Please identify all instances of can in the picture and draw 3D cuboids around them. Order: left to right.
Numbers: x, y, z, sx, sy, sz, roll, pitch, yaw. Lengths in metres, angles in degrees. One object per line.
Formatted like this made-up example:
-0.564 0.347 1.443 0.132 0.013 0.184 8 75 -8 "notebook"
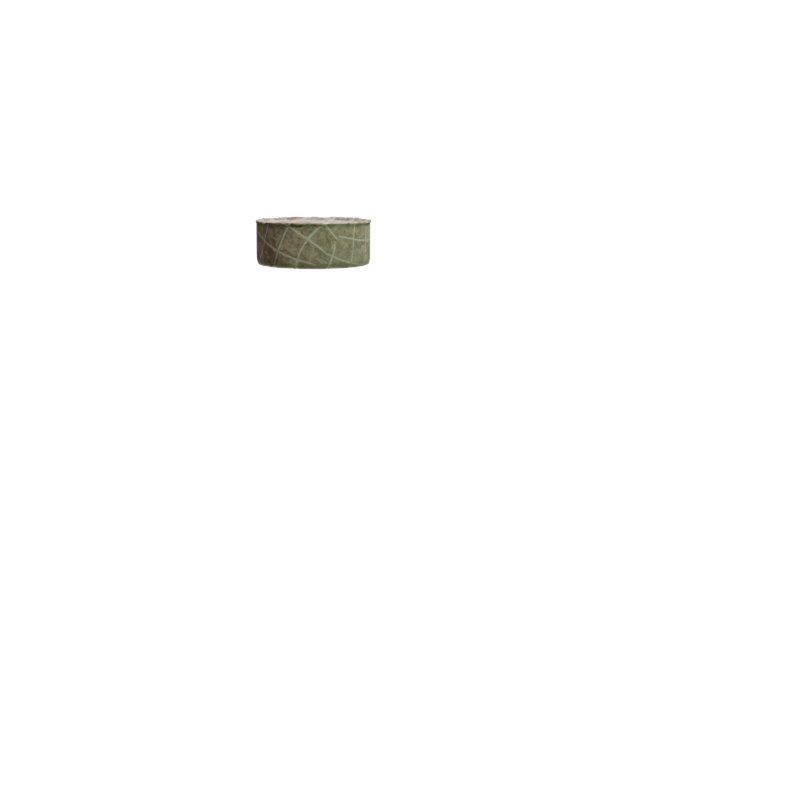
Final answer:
-0.065 -0.118 0.825 0.086 0.033 0.088 0 11 -2 "can"
